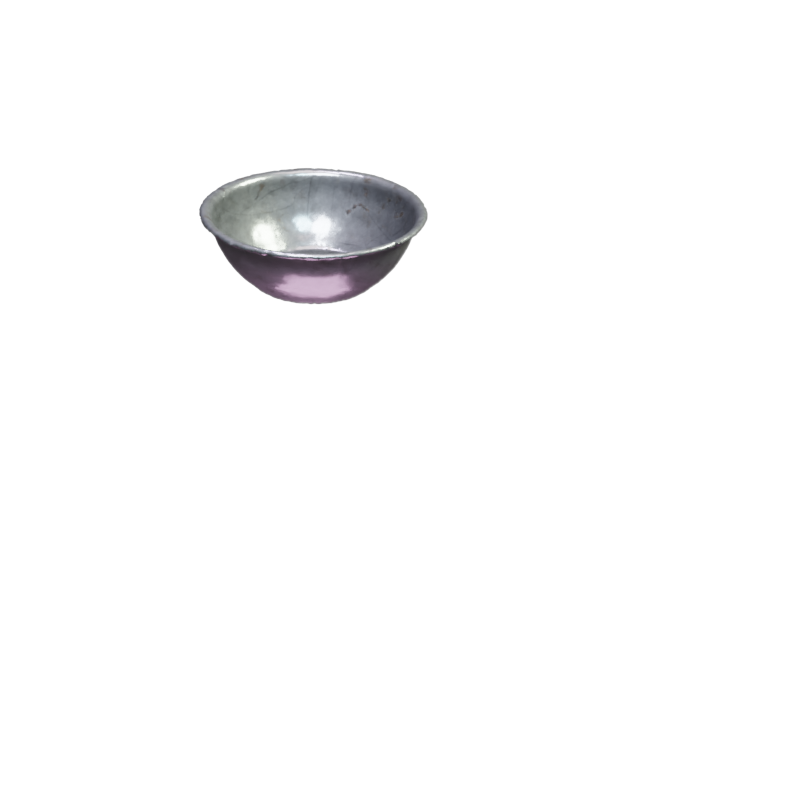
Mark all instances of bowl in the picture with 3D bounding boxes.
[{"bbox_3d":[-0.062,-0.114,0.797,0.162,0.052,0.172,-1,30,-2],"label":"bowl"}]
